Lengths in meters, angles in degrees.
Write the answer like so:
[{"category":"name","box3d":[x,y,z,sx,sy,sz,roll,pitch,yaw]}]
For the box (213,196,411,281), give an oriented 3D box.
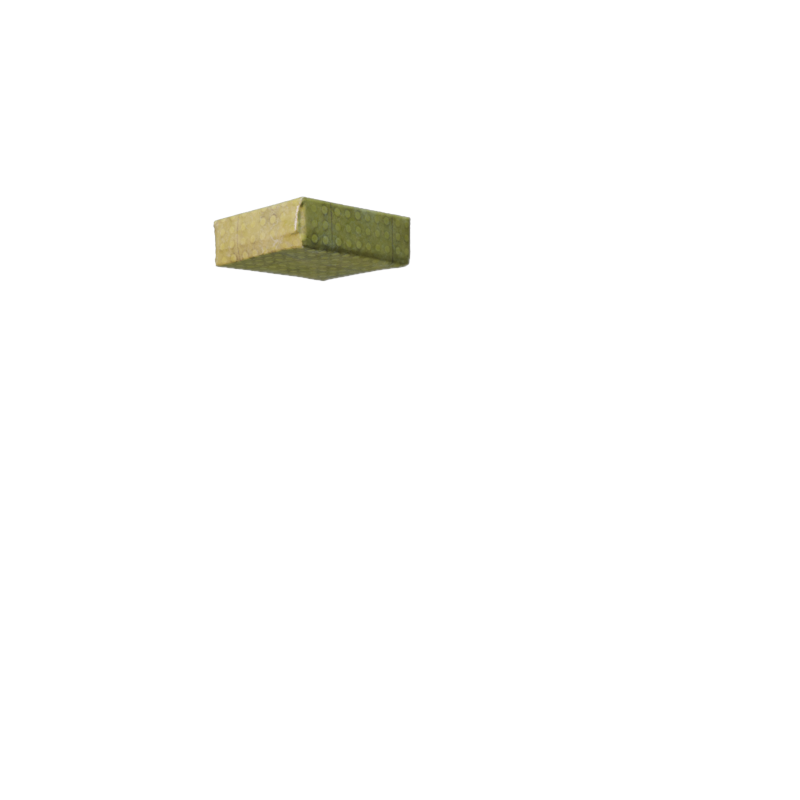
[{"category":"box","box3d":[-0.061,-0.111,0.780,0.092,0.040,0.108,-5,-7,43]}]
